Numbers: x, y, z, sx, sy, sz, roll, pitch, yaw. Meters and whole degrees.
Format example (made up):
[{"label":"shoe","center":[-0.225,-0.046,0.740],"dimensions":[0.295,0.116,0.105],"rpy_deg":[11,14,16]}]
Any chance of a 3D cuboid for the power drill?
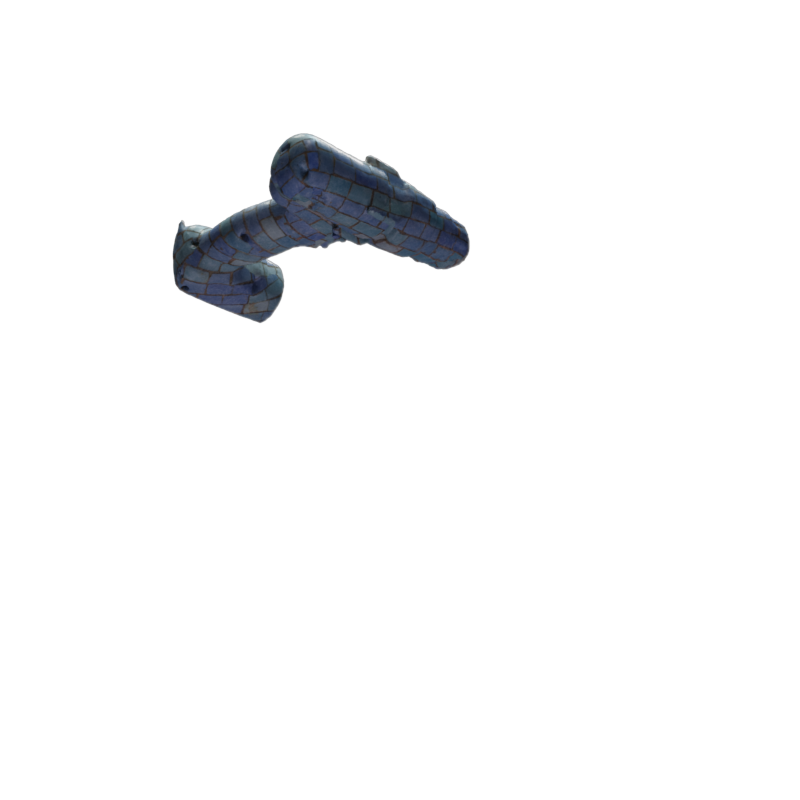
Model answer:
[{"label":"power drill","center":[-0.065,-0.119,0.836],"dimensions":[0.188,0.061,0.173],"rpy_deg":[-24,-35,38]}]
